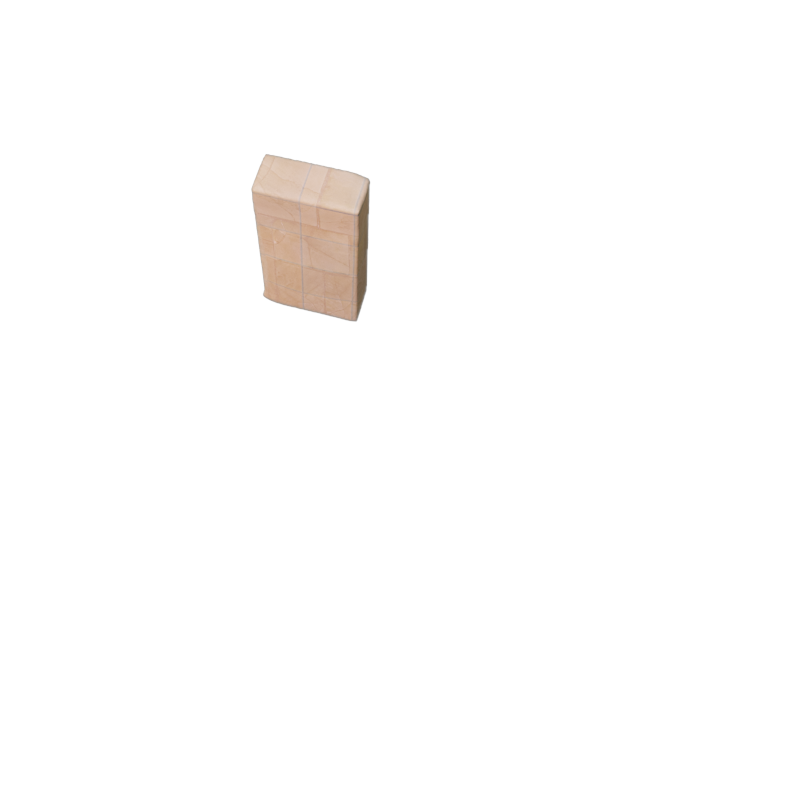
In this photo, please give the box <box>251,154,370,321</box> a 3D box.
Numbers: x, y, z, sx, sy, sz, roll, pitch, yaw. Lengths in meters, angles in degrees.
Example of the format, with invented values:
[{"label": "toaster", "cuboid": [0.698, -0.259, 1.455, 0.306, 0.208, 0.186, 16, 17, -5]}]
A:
[{"label": "box", "cuboid": [-0.075, -0.138, 0.966, 0.095, 0.050, 0.165, 15, -30, 6]}]
